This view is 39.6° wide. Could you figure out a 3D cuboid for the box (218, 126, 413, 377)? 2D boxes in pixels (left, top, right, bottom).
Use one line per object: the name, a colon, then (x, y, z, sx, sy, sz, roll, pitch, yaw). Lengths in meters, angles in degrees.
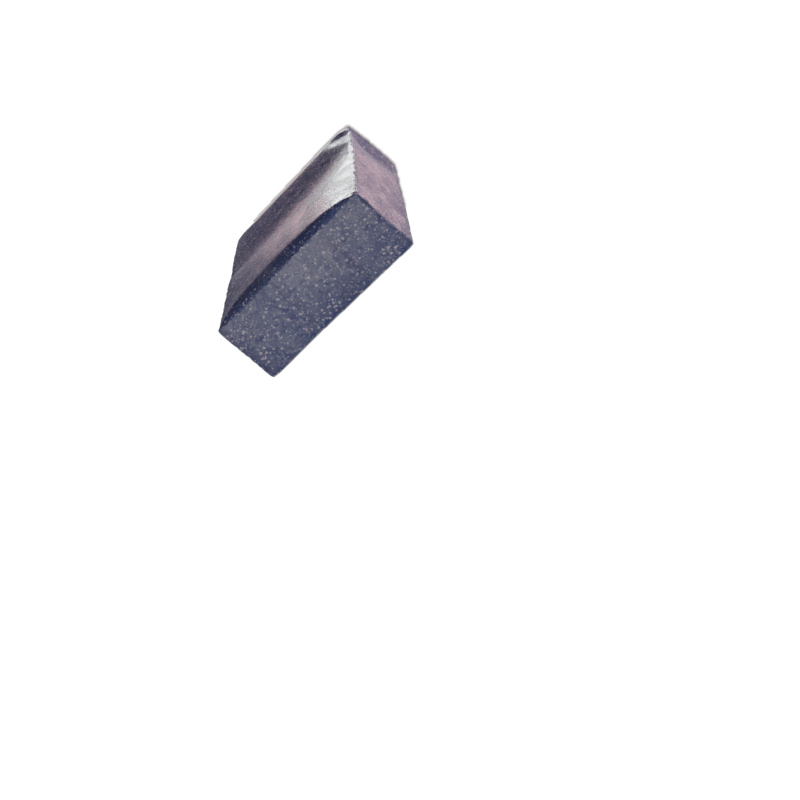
box: (-0.076, -0.138, 0.969, 0.069, 0.162, 0.226, 41, 17, -21)
